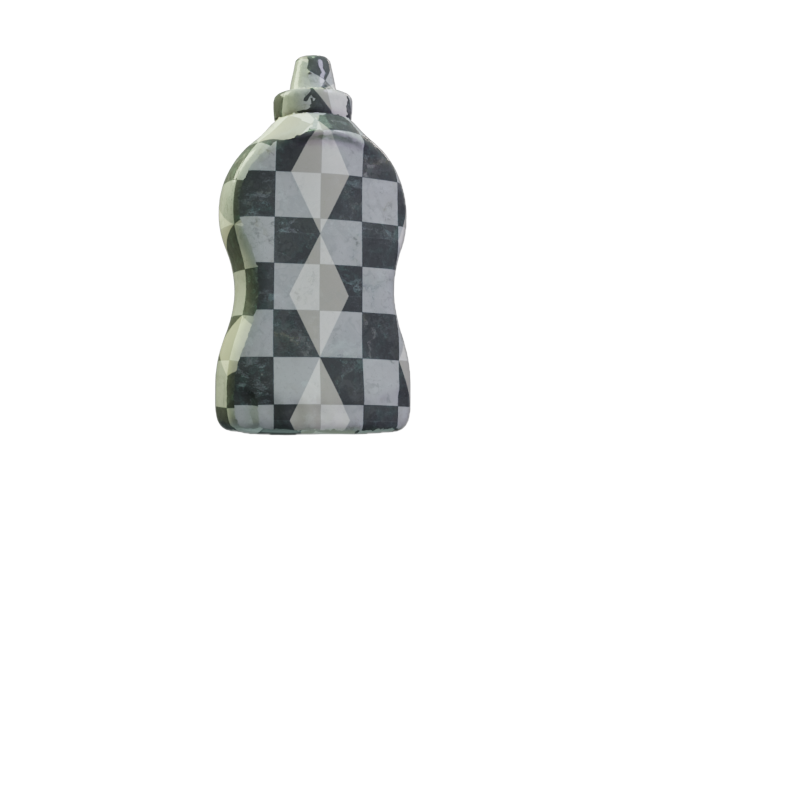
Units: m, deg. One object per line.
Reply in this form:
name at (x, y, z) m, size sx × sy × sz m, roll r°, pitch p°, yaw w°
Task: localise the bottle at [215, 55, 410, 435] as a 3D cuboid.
bottle at (-0.044, -0.080, 0.563) m, size 0.094 × 0.195 × 0.059 m, roll 1°, pitch -7°, yaw -18°
